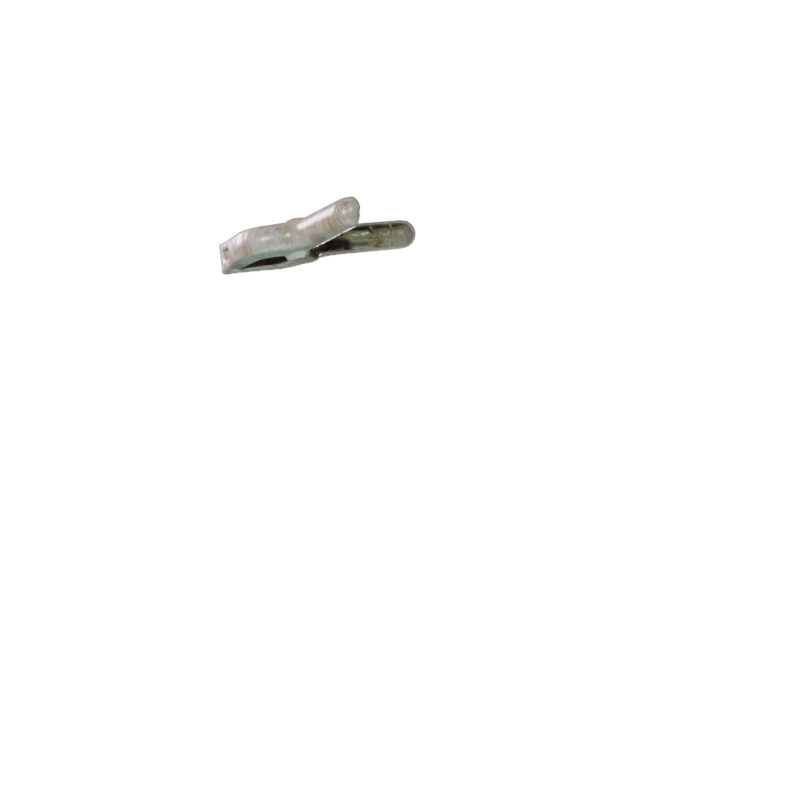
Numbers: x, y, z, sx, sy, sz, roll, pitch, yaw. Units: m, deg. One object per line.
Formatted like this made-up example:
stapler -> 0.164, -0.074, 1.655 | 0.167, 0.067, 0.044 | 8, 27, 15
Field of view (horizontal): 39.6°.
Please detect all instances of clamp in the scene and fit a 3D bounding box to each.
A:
clamp -> -0.075, -0.137, 0.958 | 0.175, 0.041, 0.113 | -7, -13, 35
